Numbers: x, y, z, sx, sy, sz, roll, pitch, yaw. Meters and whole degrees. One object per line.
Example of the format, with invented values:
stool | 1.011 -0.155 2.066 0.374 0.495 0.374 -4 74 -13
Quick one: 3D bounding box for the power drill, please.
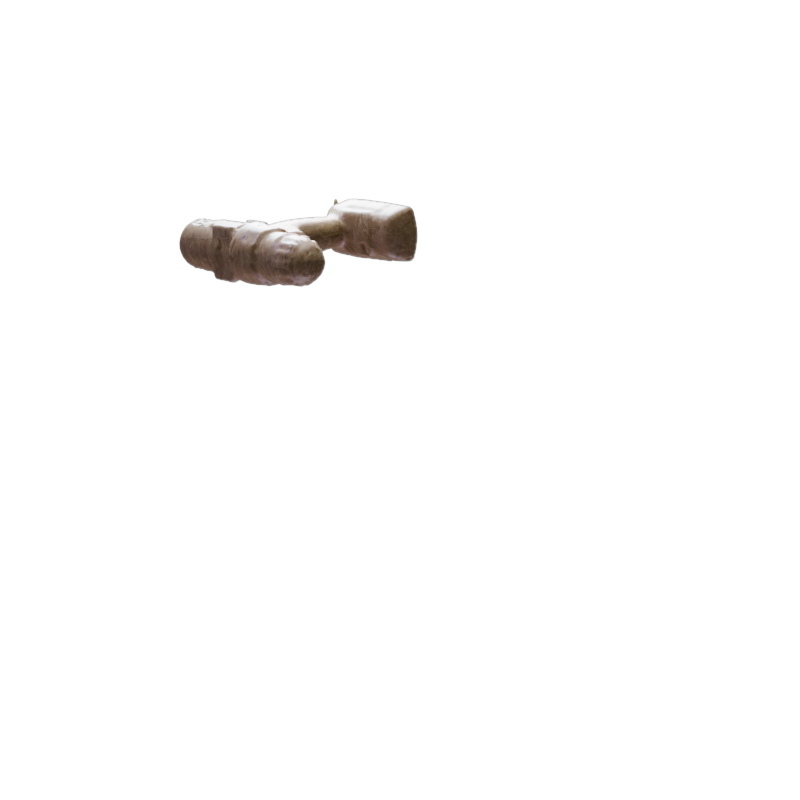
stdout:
power drill | -0.077 -0.140 0.984 0.183 0.056 0.195 -13 21 -38
